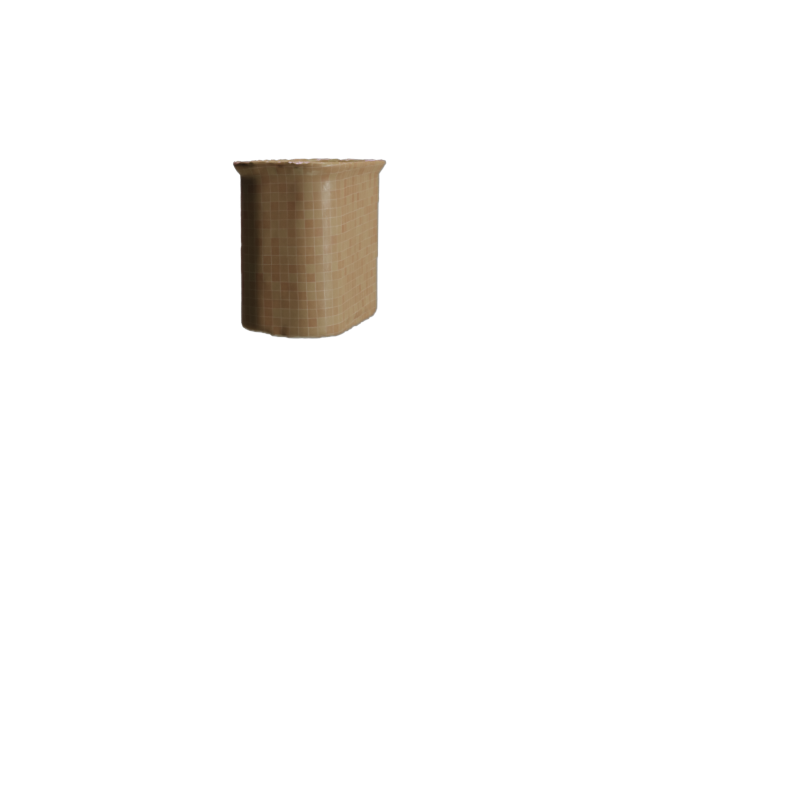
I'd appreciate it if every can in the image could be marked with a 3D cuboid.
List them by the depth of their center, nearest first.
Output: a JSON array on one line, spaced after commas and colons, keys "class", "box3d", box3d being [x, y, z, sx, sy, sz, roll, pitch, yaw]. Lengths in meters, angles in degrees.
[{"class": "can", "box3d": [-0.044, -0.081, 0.566, 0.059, 0.082, 0.102, 3, 10, 16]}]
